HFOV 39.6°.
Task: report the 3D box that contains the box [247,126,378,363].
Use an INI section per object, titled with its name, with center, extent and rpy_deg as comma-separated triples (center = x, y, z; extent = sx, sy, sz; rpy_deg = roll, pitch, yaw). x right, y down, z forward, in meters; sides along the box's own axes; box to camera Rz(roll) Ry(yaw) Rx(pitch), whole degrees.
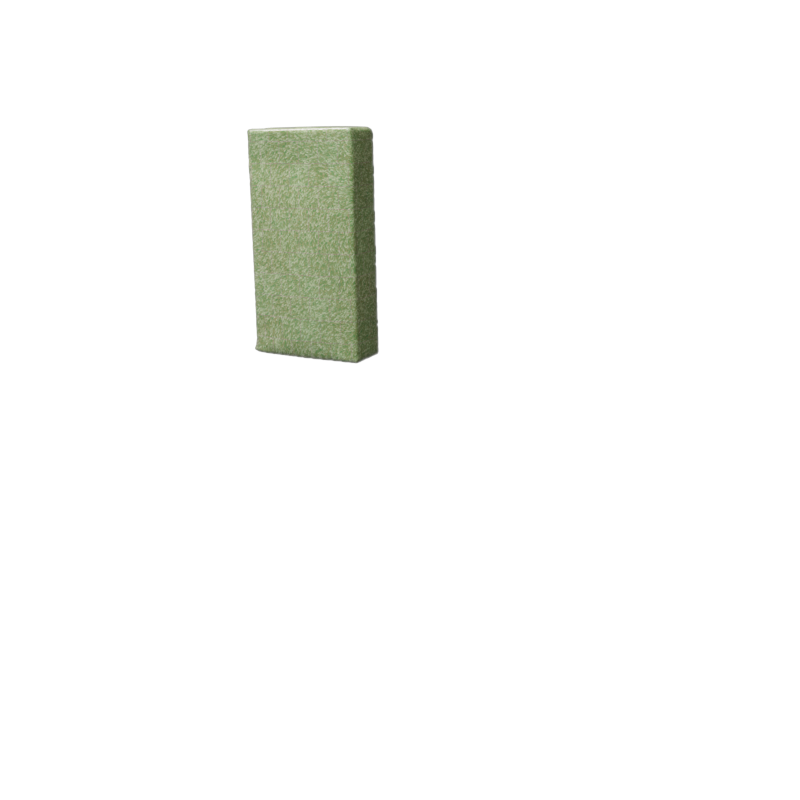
[box]
center = -0.066, -0.122, 0.851
extent = 0.097, 0.174, 0.047
rpy_deg = 4, 7, 28
